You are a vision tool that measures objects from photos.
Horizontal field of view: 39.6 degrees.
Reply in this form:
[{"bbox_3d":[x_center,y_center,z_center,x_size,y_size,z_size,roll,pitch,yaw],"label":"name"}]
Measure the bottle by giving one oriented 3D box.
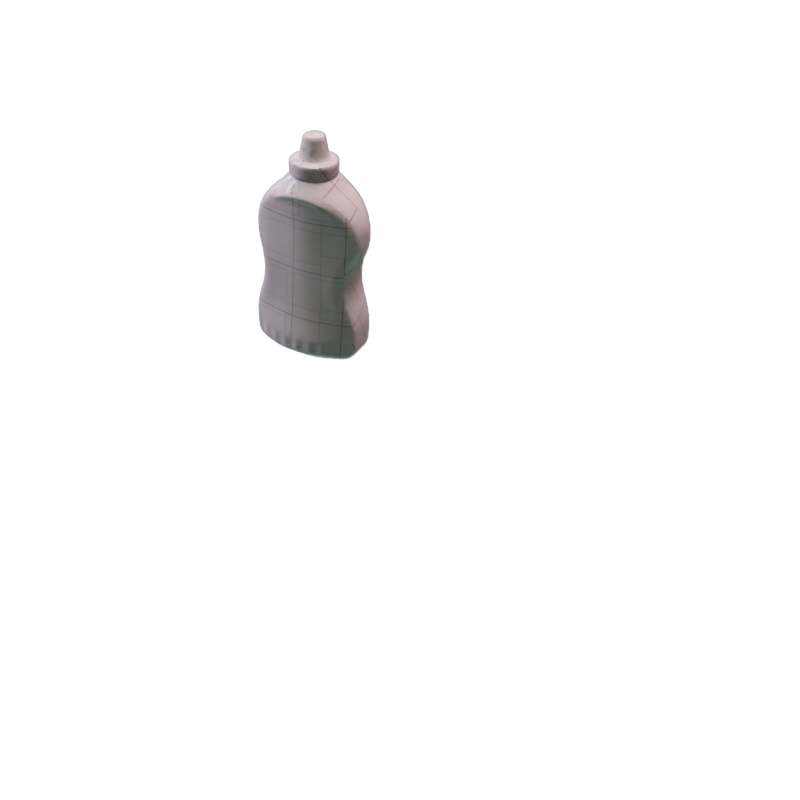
[{"bbox_3d":[-0.072,-0.131,0.918,0.101,0.180,0.059,19,34,26],"label":"bottle"}]
